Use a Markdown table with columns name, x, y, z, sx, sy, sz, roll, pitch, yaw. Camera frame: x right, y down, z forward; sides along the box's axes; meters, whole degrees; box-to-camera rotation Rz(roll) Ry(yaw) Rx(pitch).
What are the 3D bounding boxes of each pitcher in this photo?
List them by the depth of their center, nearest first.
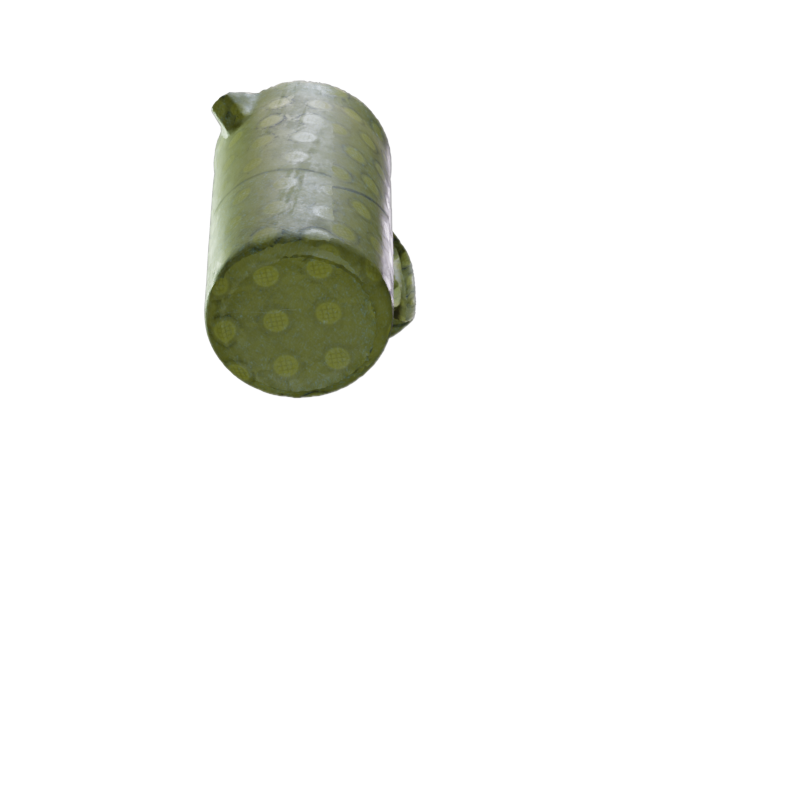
| name | x | y | z | sx | sy | sz | roll | pitch | yaw |
| --- | --- | --- | --- | --- | --- | --- | --- | --- | --- |
| pitcher | -0.057 | -0.104 | 0.731 | 0.149 | 0.136 | 0.259 | 0 | 32 | -3 |
